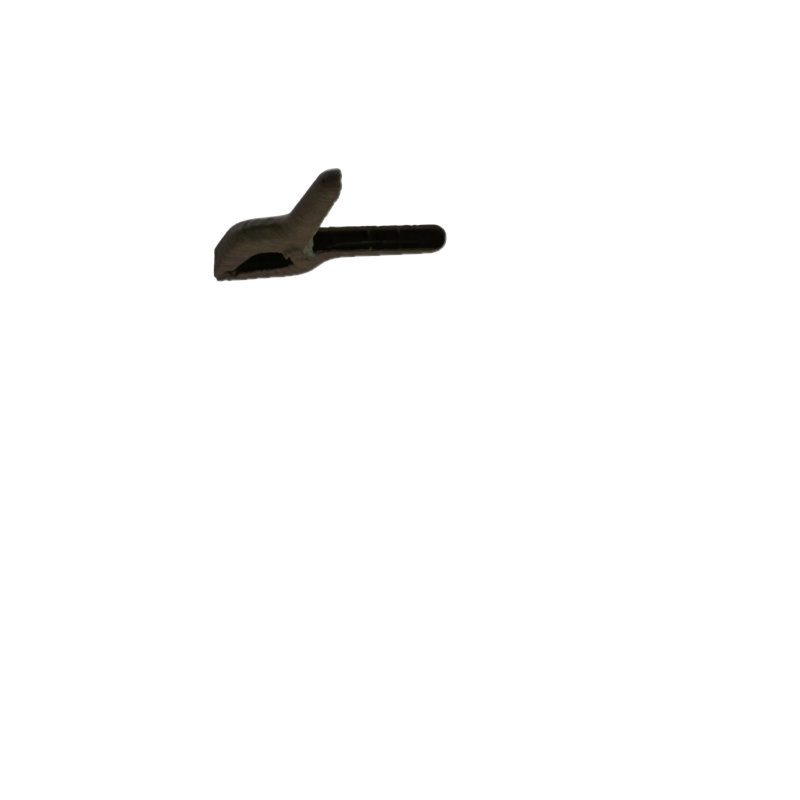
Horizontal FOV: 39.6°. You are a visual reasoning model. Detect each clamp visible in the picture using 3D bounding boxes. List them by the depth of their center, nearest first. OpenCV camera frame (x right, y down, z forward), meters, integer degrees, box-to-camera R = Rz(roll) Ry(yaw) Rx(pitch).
[{"bbox_3d":[-0.076,-0.139,0.972,0.213,0.038,0.155,-15,-22,40],"label":"clamp"}]
